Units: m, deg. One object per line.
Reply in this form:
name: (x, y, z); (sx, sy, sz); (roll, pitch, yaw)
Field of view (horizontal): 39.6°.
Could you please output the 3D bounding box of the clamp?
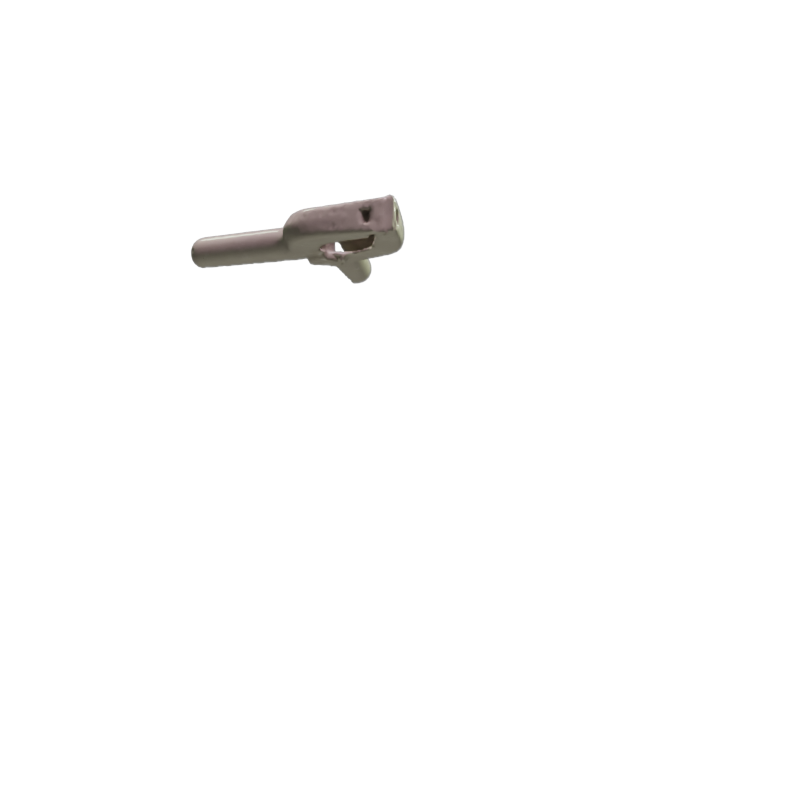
clamp: (-0.069, -0.125, 0.877); (0.160, 0.037, 0.211); (2, -5, -21)
